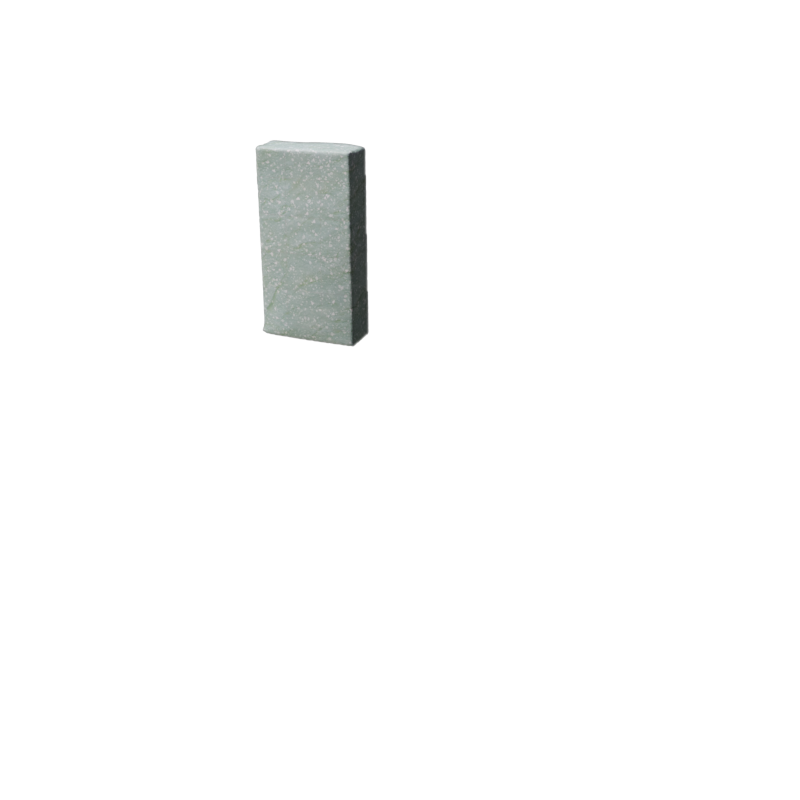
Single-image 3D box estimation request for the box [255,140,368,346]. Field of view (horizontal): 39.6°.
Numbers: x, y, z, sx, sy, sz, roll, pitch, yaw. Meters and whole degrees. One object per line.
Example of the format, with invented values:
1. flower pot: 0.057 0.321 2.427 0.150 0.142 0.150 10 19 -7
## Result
1. box: -0.077 -0.142 0.992 0.097 0.170 0.048 8 16 23
